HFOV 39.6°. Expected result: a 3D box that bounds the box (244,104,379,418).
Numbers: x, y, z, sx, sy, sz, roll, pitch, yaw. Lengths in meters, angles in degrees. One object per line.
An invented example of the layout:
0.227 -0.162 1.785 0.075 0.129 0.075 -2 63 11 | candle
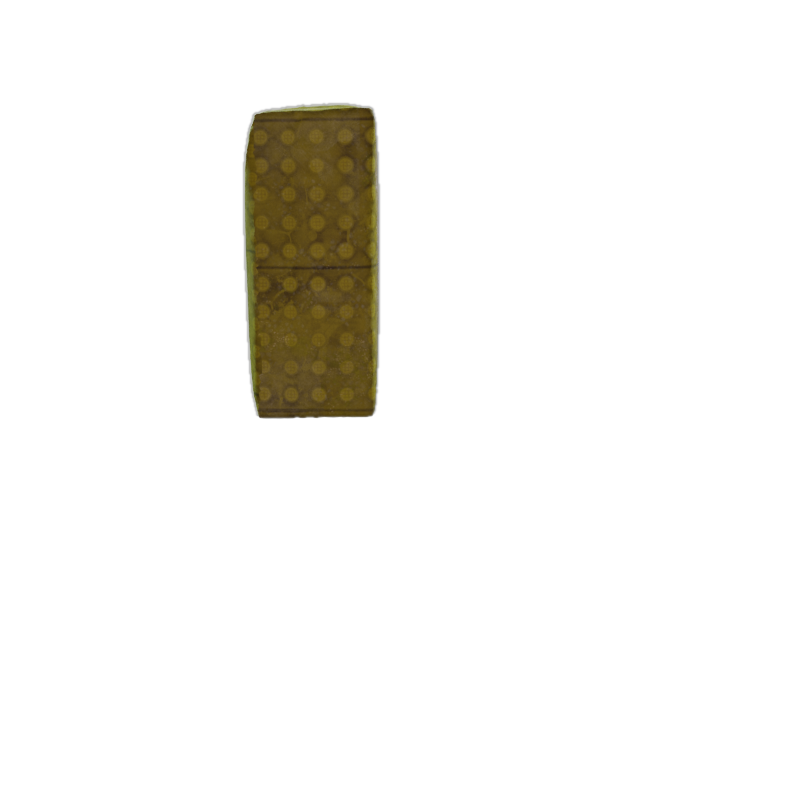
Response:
-0.053 -0.096 0.675 0.072 0.160 0.220 -1 12 -4 | box
